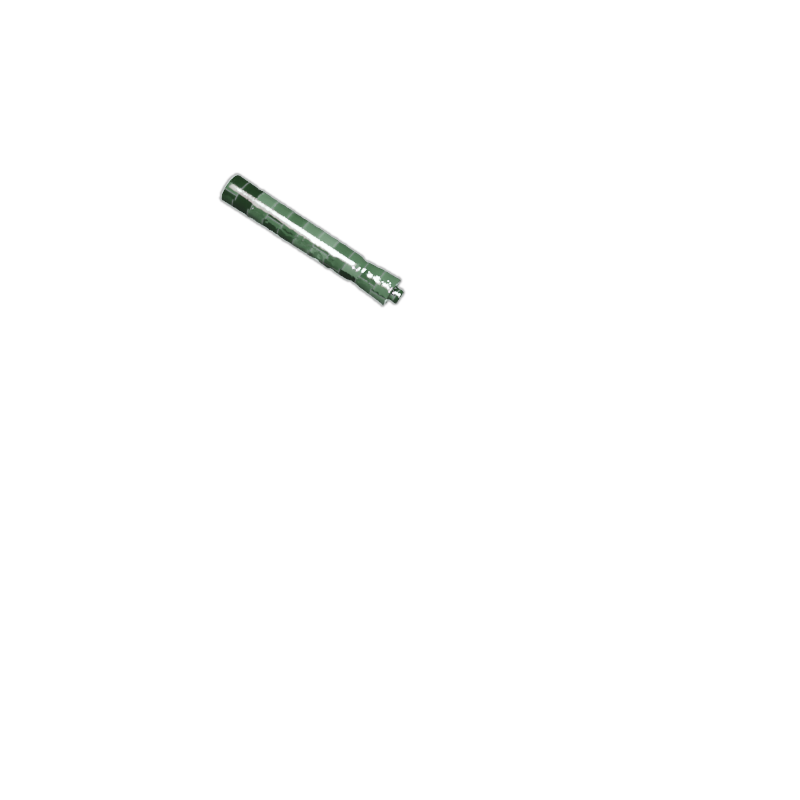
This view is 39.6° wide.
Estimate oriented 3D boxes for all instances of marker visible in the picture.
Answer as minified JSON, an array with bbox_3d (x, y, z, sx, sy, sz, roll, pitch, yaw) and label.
[{"bbox_3d":[-0.050,-0.092,0.644,0.124,0.019,0.019,34,9,11],"label":"marker"}]
